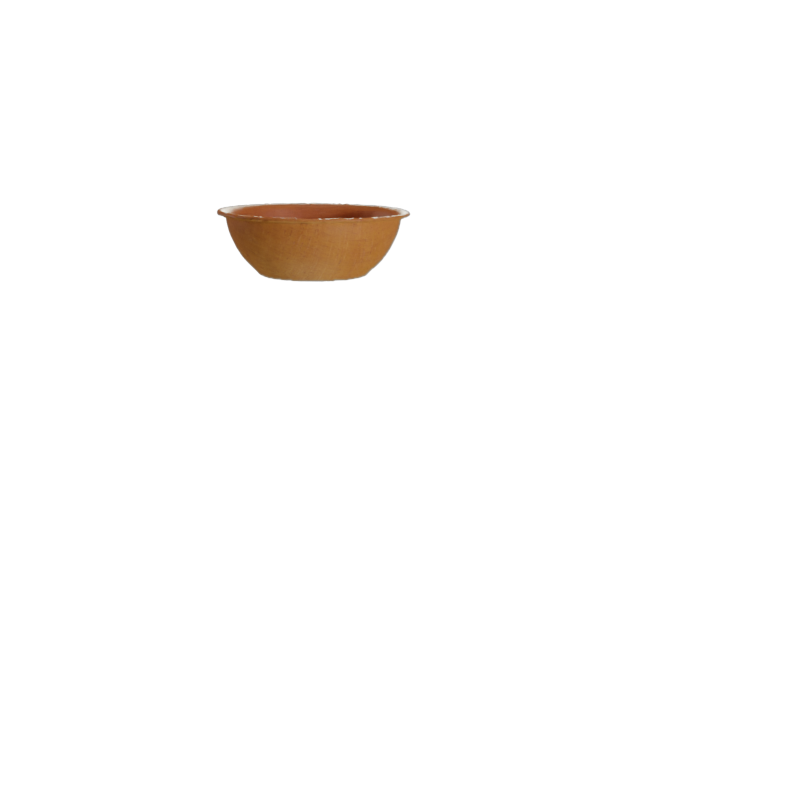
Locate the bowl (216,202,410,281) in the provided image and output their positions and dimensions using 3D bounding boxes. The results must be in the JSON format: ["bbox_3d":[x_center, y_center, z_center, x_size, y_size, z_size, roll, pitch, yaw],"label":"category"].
[{"bbox_3d":[-0.073,-0.133,0.929,0.162,0.054,0.166,0,13,-2],"label":"bowl"}]
